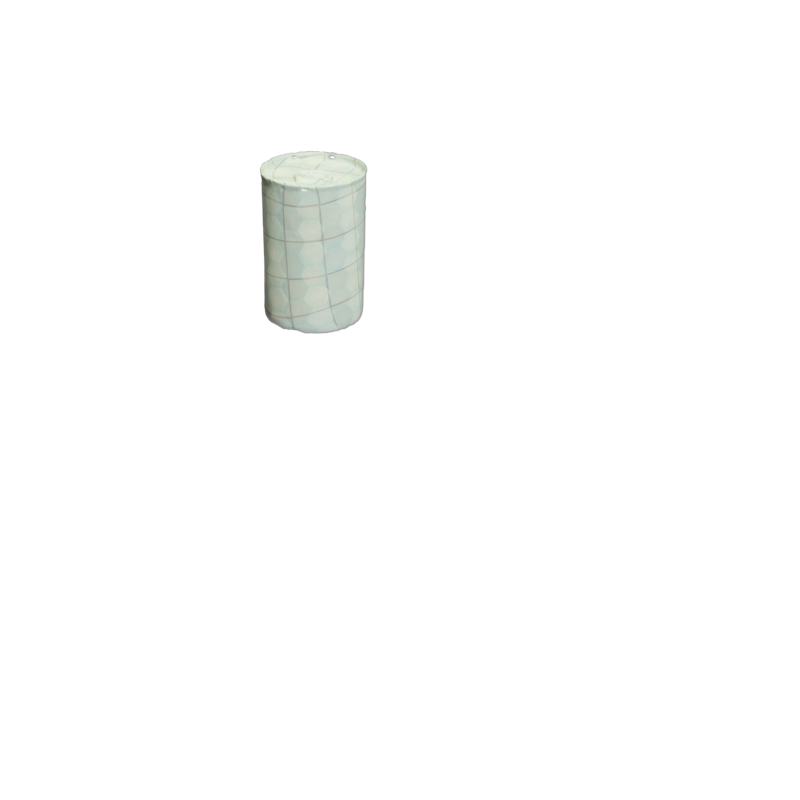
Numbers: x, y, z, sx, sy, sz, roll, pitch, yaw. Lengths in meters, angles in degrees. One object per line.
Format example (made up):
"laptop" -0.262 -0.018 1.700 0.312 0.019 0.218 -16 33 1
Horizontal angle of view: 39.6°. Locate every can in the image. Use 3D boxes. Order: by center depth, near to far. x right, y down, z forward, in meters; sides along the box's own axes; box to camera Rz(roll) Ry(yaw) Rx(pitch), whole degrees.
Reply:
"can" -0.056 -0.103 0.719 0.068 0.097 0.072 0 25 -2
